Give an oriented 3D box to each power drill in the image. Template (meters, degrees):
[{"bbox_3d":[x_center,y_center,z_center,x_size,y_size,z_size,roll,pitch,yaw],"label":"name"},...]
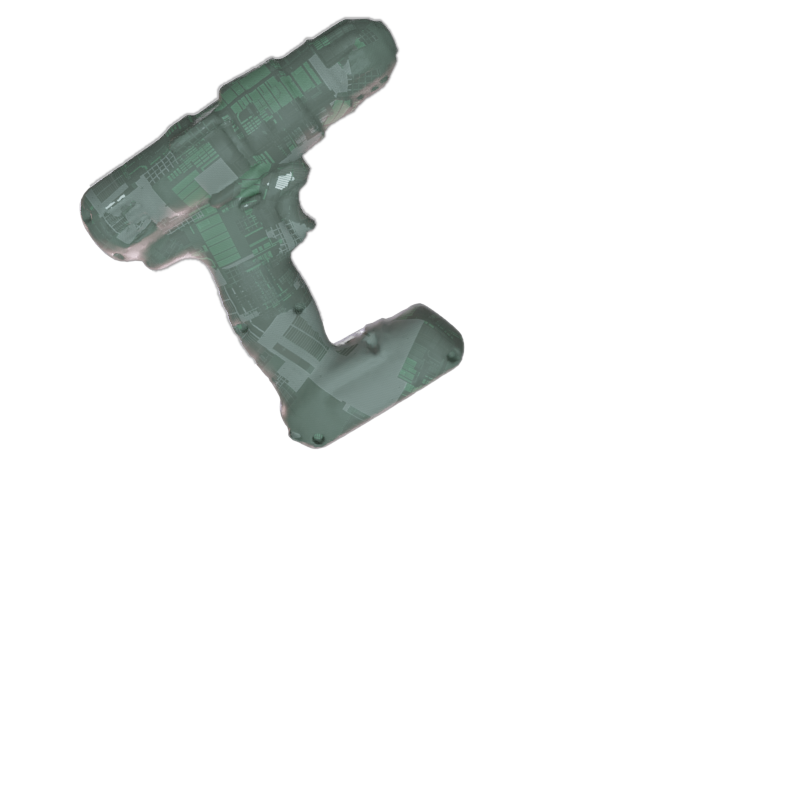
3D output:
[{"bbox_3d":[-0.046,-0.083,0.582,0.184,0.181,0.060,-32,14,9],"label":"power drill"}]
